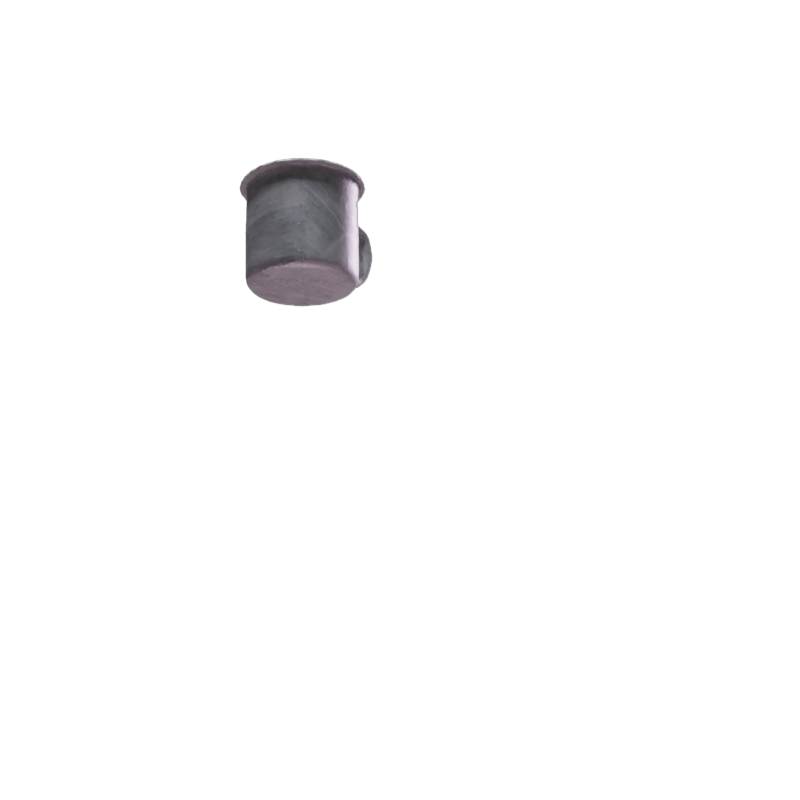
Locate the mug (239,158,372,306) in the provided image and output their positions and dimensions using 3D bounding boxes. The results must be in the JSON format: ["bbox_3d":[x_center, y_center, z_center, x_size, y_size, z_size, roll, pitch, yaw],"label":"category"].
[{"bbox_3d":[-0.064,-0.117,0.819,0.094,0.086,0.110,-18,-26,37],"label":"mug"}]
